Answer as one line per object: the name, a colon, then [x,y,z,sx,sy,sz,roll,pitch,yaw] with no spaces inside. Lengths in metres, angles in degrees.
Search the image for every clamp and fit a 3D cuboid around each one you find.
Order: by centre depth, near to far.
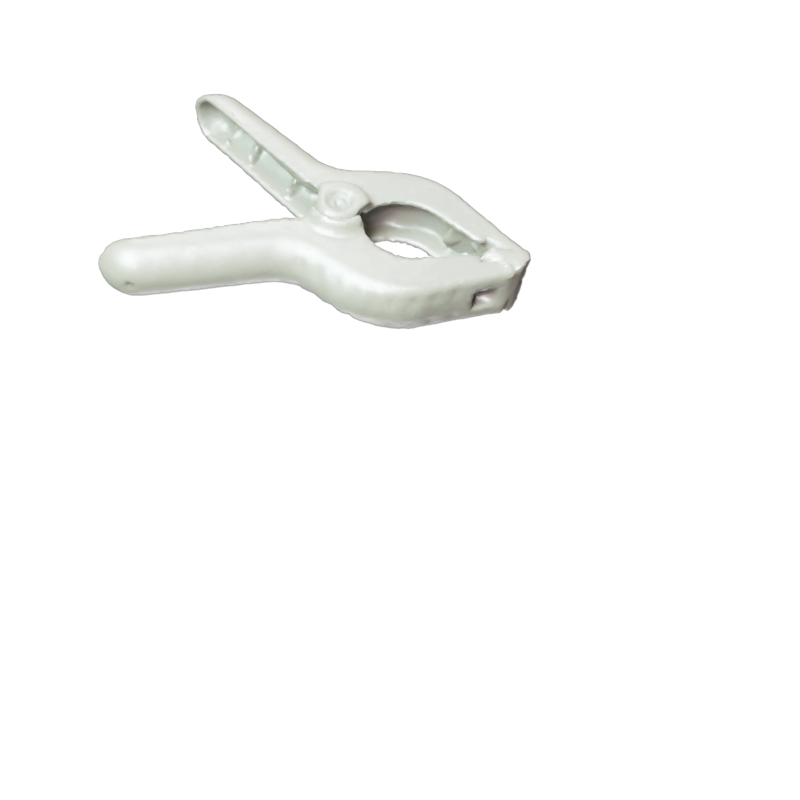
clamp: [-0.036,-0.066,0.464,0.177,0.125,0.037,21,-34,15]
